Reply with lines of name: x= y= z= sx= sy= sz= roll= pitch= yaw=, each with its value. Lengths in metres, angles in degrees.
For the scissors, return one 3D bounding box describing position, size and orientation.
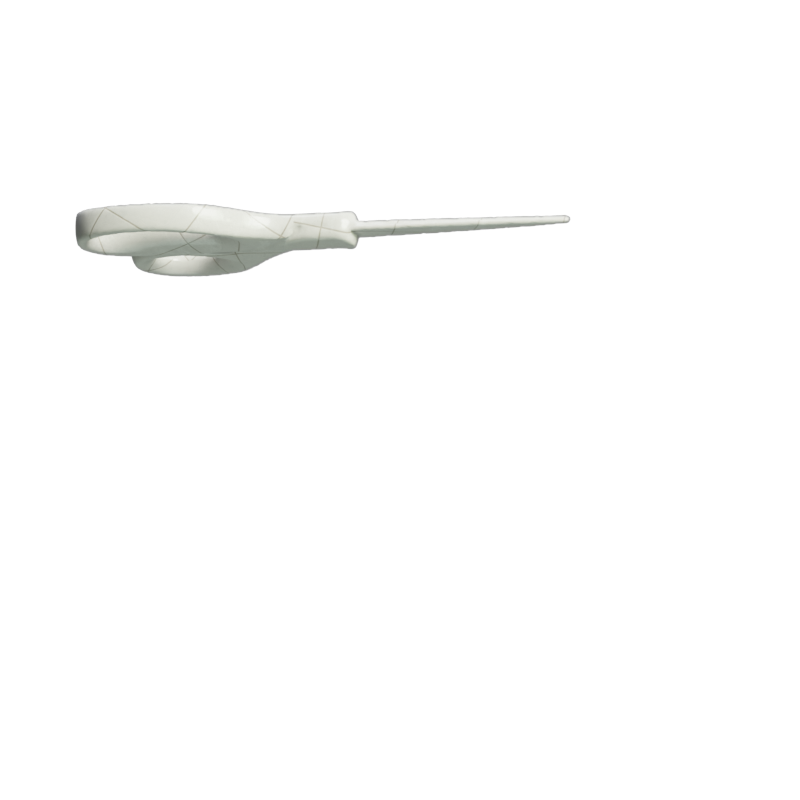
scissors: x=-0.038 y=-0.069 z=0.485 sx=0.200 sy=0.016 sz=0.095 roll=1 pitch=-6 yaw=-5
